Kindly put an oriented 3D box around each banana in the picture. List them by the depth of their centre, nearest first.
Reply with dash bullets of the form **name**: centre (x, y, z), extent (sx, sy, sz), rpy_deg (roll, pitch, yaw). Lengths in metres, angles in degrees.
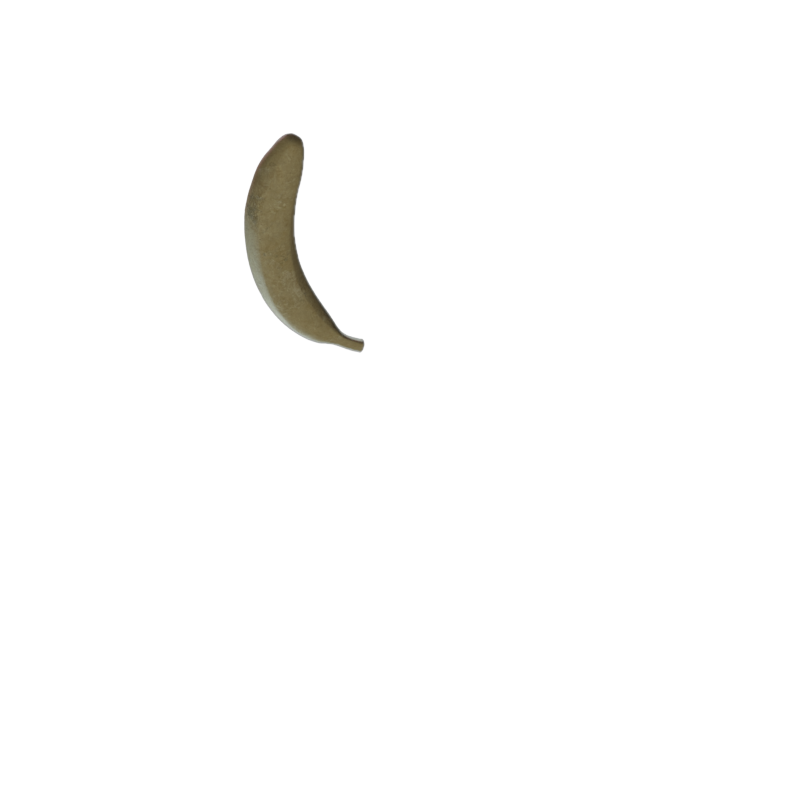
- **banana**: centre (-0.082, -0.112, 0.837), extent (0.070, 0.183, 0.039), rpy_deg (-12, 37, 8)
